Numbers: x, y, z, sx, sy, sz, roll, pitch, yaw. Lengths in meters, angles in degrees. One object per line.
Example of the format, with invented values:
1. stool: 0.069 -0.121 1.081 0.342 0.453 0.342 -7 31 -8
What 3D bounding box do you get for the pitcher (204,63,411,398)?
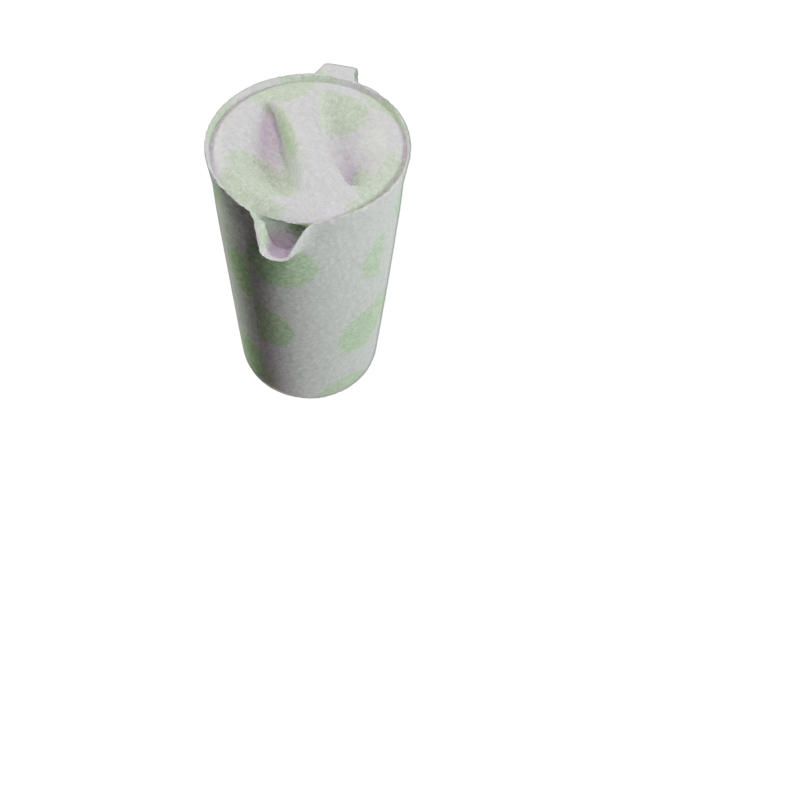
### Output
1. pitcher: -0.063 -0.115 0.808 0.149 0.155 0.227 -28 -28 -20
